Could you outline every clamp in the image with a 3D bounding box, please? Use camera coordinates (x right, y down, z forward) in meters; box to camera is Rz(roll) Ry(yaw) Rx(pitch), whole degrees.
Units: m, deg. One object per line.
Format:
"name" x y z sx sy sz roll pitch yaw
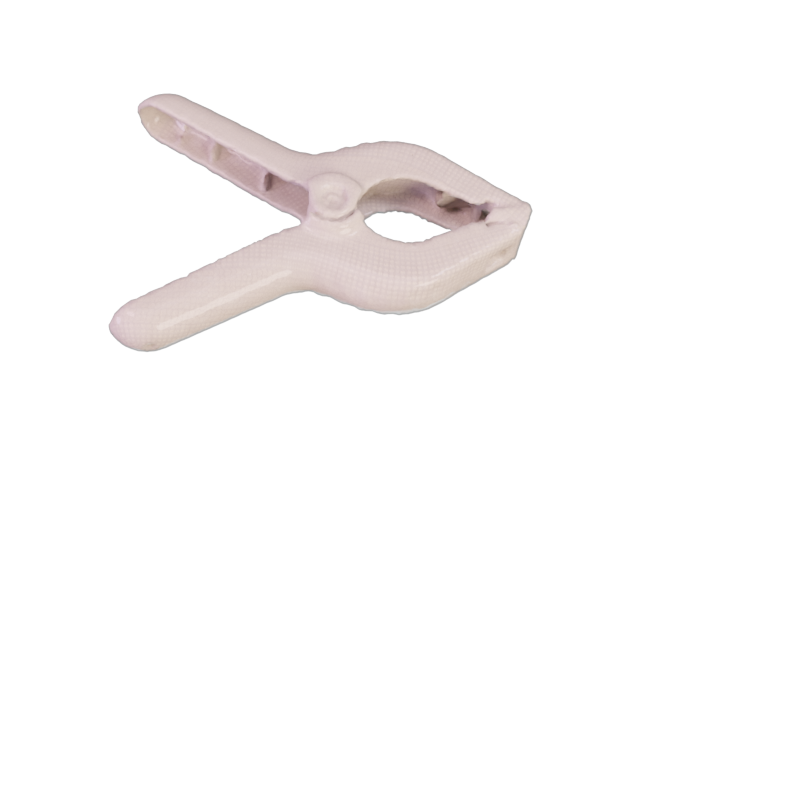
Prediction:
"clamp" -0.035 -0.064 0.449 0.173 0.126 0.037 8 -25 4
